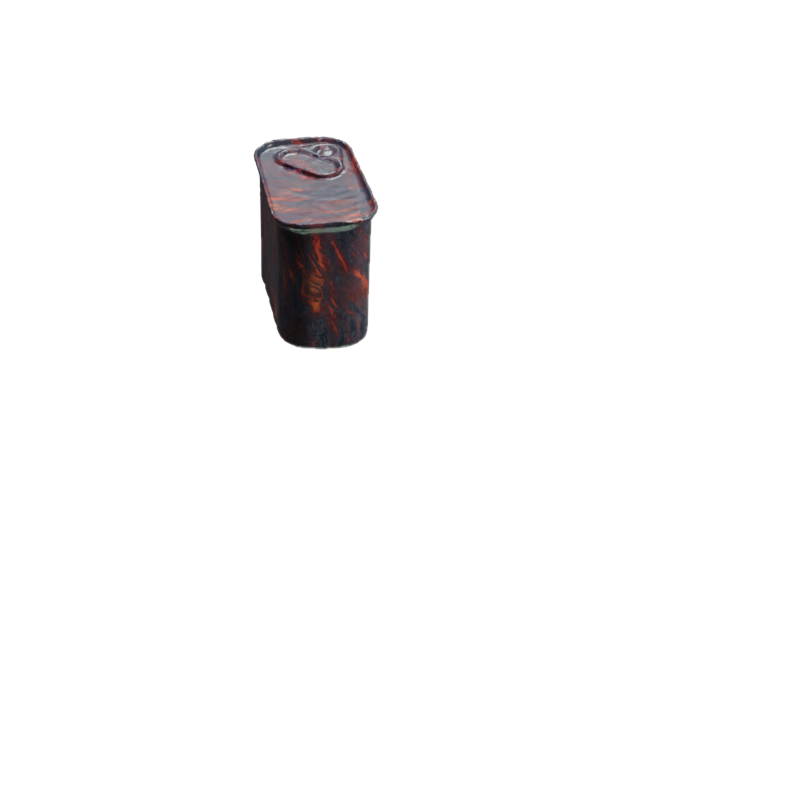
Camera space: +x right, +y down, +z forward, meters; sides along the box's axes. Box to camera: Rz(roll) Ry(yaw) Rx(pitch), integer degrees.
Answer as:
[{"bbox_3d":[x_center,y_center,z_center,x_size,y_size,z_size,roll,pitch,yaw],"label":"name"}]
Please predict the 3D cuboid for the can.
[{"bbox_3d":[-0.049,-0.090,0.631,0.057,0.078,0.110,-6,37,-11],"label":"can"}]
